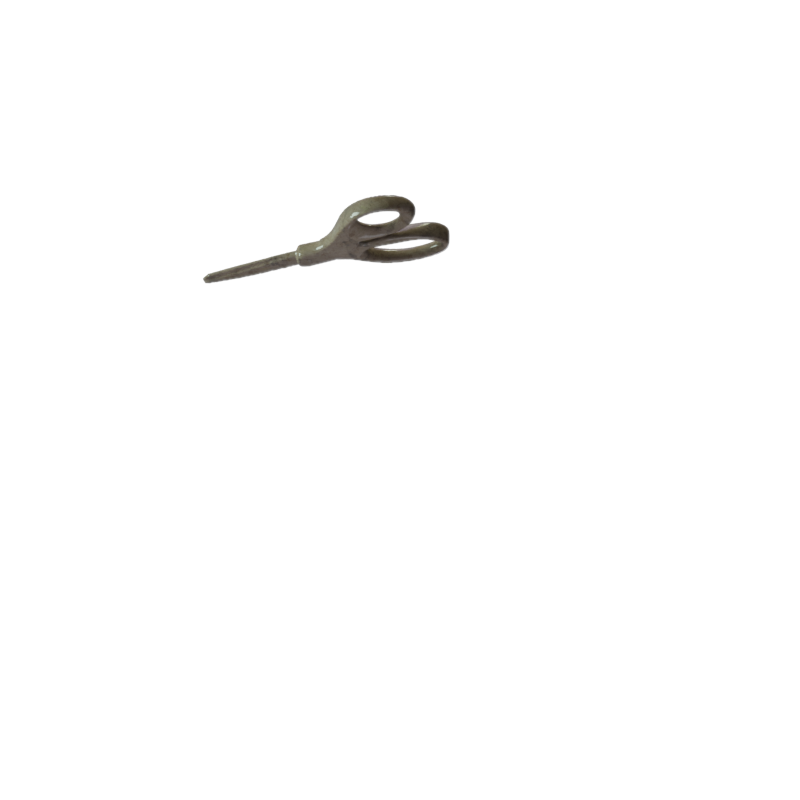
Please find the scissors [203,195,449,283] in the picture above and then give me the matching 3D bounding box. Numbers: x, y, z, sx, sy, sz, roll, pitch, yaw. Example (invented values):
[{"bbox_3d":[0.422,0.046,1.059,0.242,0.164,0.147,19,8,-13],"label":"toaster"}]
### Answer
[{"bbox_3d":[-0.065,-0.119,0.834,0.204,0.017,0.090,-4,-22,11],"label":"scissors"}]
